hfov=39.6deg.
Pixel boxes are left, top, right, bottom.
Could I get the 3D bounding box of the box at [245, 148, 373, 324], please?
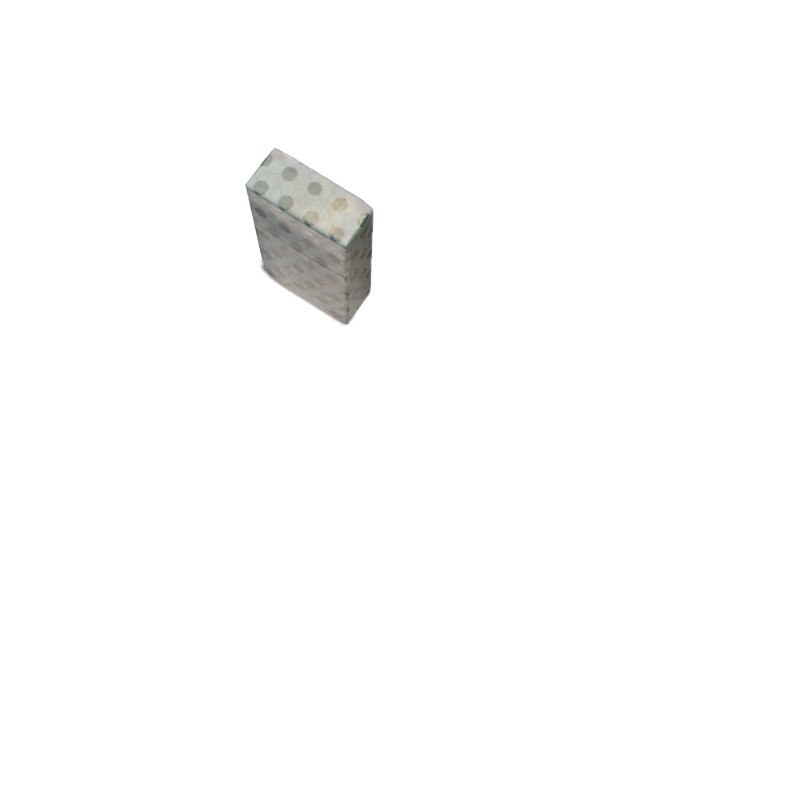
[{"bbox_3d":[-0.069,-0.127,0.888,0.096,0.049,0.168,34,-17,8],"label":"box"}]
